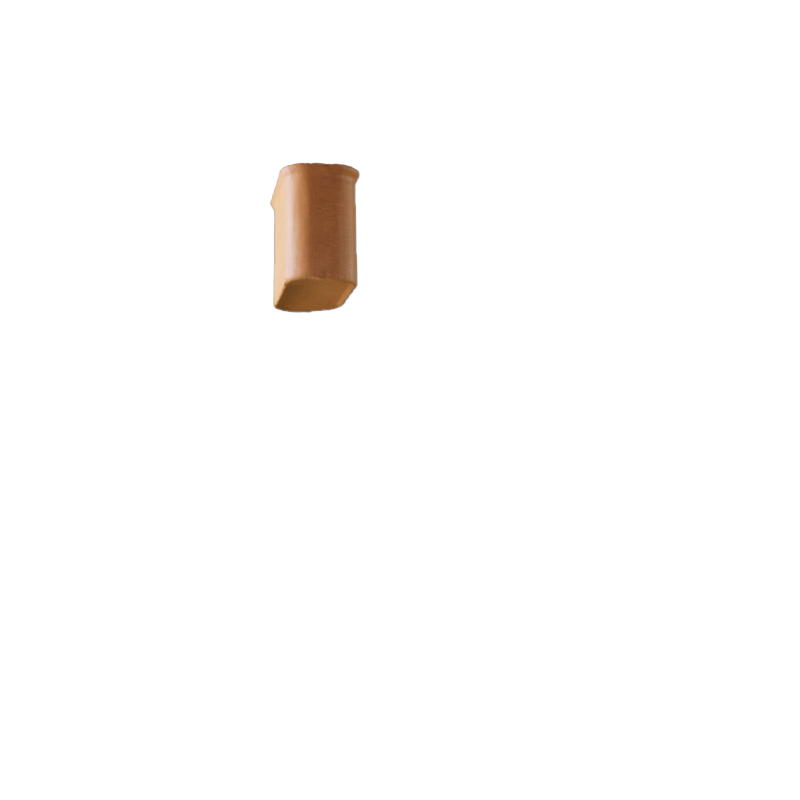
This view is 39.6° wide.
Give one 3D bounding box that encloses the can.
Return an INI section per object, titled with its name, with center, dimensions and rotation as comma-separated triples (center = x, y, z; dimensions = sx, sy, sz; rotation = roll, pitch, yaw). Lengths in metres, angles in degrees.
[can]
center = -0.063, -0.115, 0.803
dimensions = 0.057, 0.087, 0.100
rotation = 2, -13, -11
